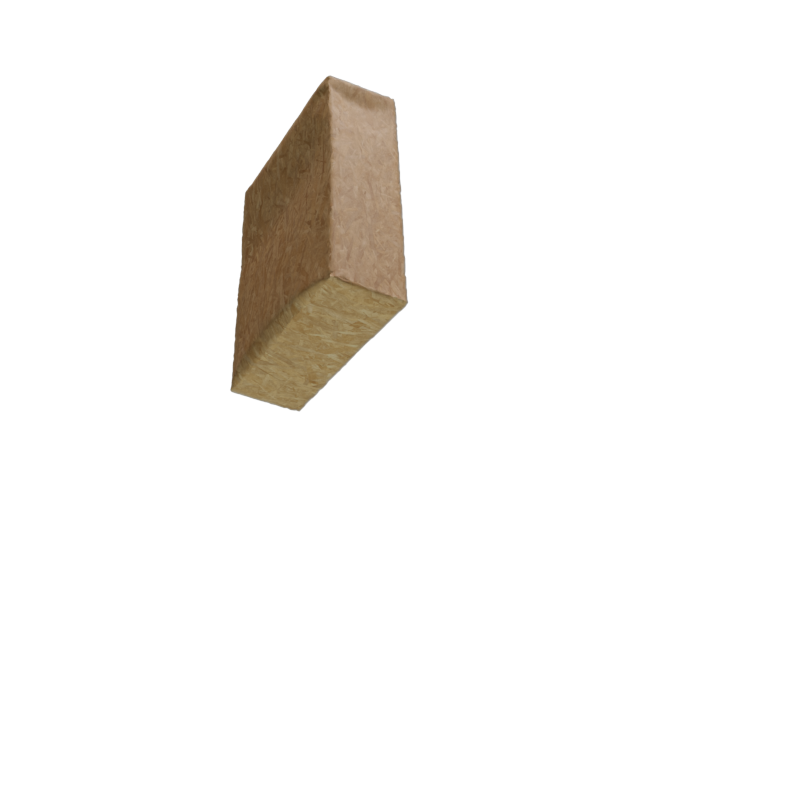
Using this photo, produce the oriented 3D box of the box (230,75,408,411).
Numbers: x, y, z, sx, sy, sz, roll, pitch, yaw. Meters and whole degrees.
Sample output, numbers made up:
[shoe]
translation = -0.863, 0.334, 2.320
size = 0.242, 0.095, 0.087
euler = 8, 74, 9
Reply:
[box]
translation = -0.069, -0.126, 0.880
size = 0.069, 0.229, 0.160
euler = 19, -41, -26
